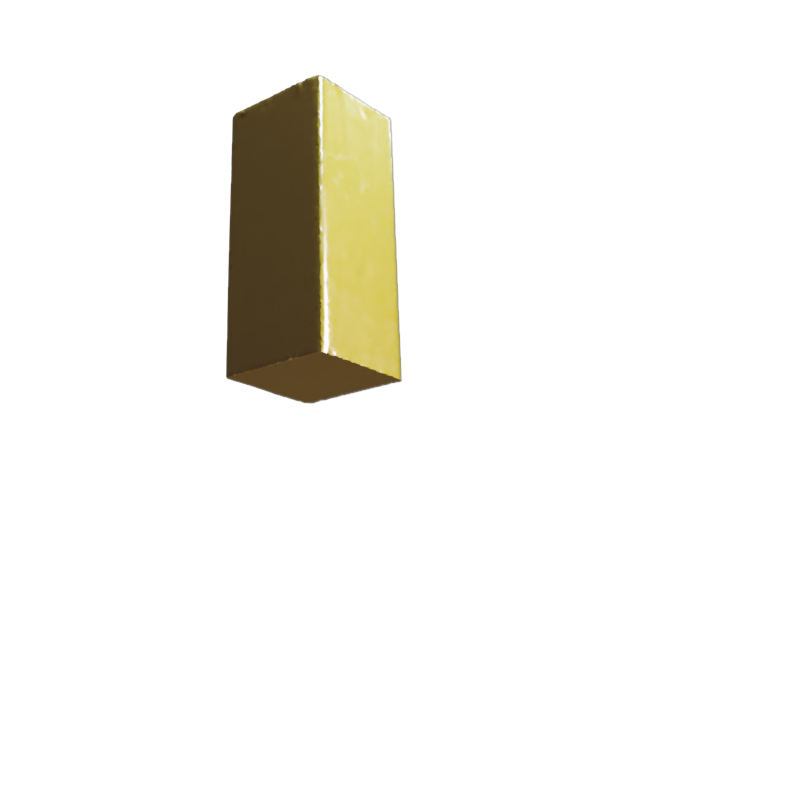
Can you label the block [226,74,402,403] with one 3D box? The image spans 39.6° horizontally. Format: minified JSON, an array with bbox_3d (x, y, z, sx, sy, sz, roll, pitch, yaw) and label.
[{"bbox_3d":[-0.063,-0.114,0.797,0.092,0.217,0.084,-18,-27,35],"label":"block"}]
